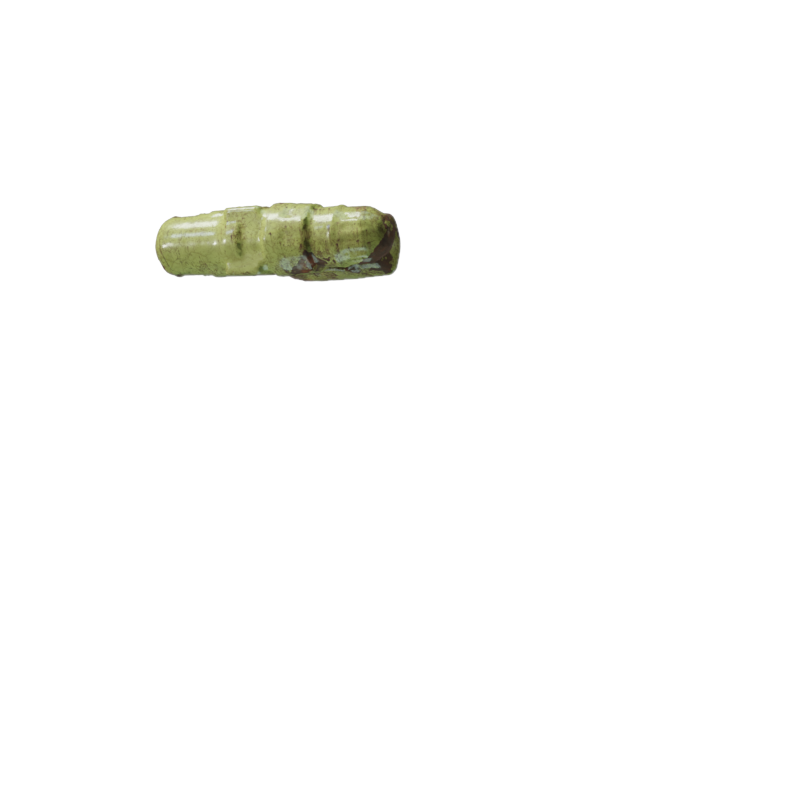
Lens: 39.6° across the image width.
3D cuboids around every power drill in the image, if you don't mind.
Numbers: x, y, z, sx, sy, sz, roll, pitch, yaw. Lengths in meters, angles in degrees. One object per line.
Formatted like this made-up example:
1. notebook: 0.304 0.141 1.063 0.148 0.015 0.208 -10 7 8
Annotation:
1. power drill: -0.067 -0.122 0.852 0.190 0.057 0.182 2 4 23
